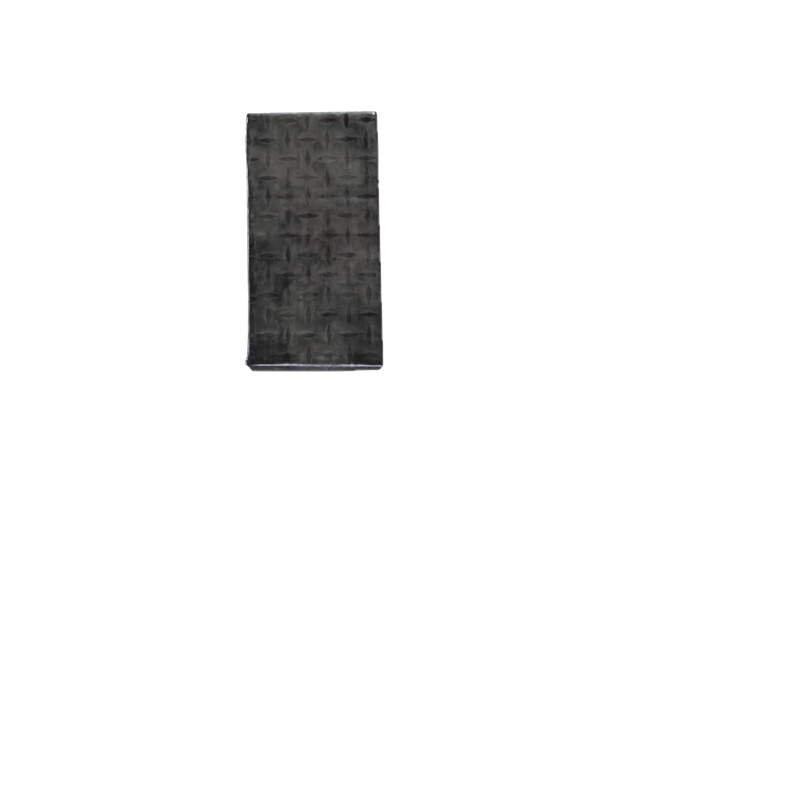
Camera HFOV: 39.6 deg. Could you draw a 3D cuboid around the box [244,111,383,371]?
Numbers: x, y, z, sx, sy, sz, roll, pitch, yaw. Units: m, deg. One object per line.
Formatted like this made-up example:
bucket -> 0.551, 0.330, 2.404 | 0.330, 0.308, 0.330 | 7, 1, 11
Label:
box -> -0.060, -0.109, 0.765 | 0.093, 0.181, 0.047 | -1, -11, 0
